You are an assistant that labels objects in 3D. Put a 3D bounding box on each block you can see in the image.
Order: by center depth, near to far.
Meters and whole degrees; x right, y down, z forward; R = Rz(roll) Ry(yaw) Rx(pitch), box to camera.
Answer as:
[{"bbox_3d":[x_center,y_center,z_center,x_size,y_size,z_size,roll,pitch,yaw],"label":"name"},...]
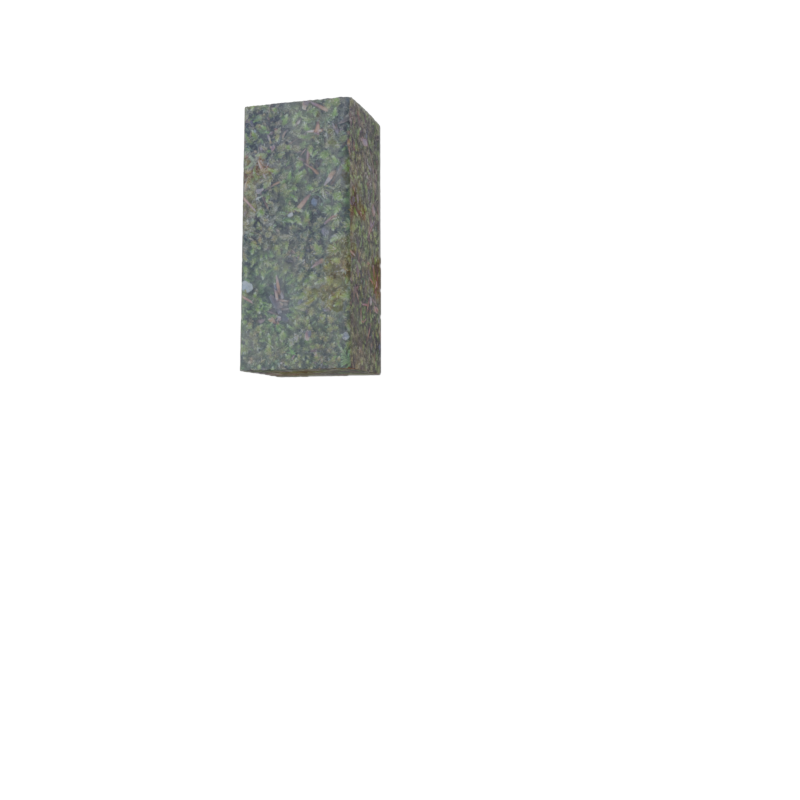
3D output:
[{"bbox_3d":[-0.068,-0.125,0.875,0.092,0.211,0.086,-3,-9,16],"label":"block"}]
